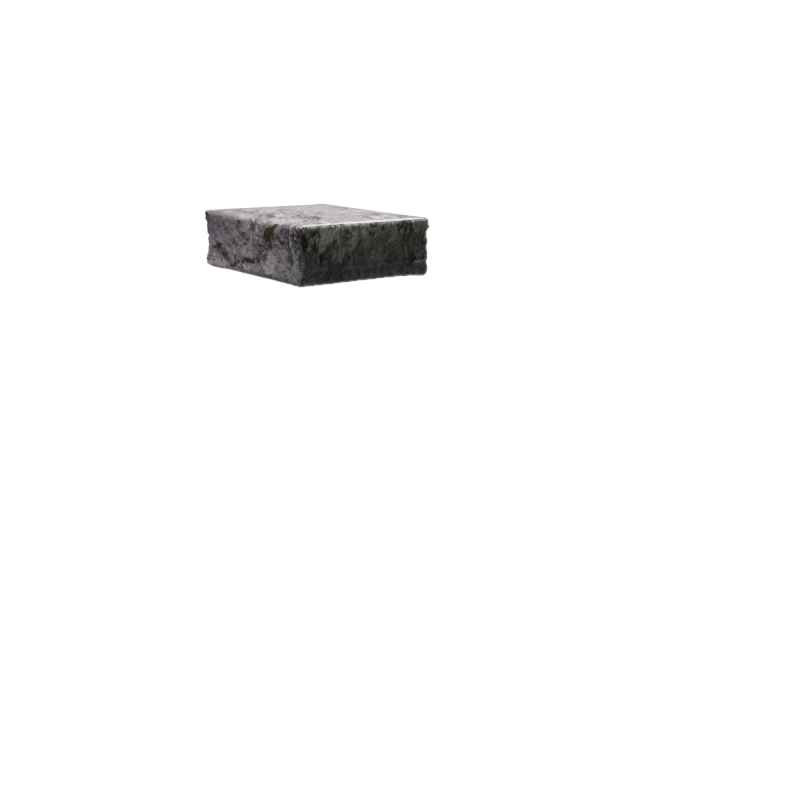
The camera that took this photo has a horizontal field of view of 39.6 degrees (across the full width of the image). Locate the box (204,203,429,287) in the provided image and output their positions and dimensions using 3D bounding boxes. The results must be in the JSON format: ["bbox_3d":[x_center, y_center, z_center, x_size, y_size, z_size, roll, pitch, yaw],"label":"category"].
[{"bbox_3d":[-0.052,-0.095,0.662,0.087,0.038,0.119,-8,14,-35],"label":"box"}]
